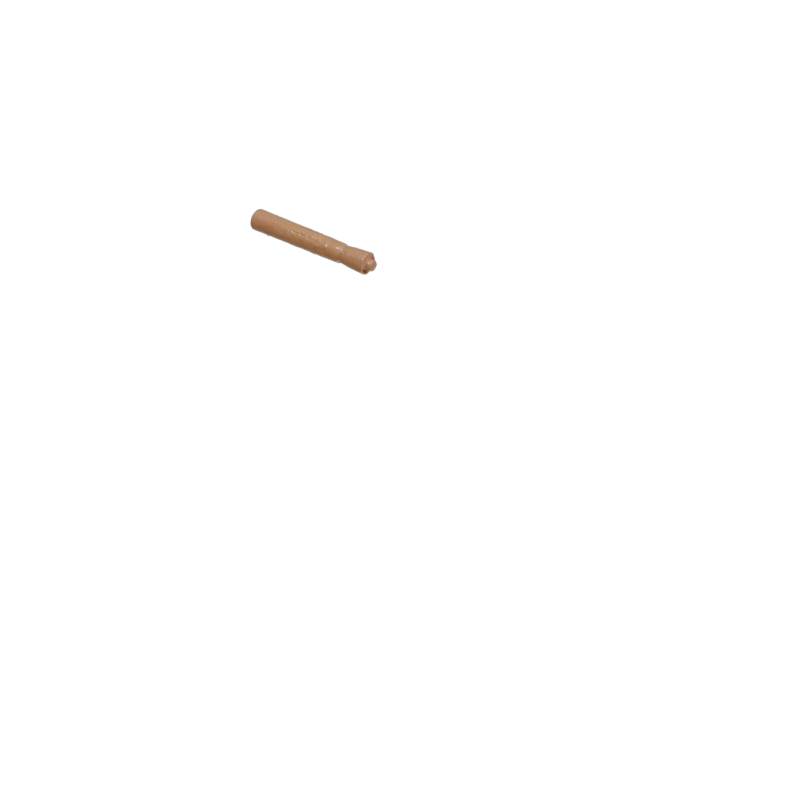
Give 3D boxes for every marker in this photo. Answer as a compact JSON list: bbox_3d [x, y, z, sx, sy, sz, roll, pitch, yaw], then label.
[{"bbox_3d":[-0.071,-0.129,0.902,0.128,0.019,0.019,26,16,30],"label":"marker"}]
